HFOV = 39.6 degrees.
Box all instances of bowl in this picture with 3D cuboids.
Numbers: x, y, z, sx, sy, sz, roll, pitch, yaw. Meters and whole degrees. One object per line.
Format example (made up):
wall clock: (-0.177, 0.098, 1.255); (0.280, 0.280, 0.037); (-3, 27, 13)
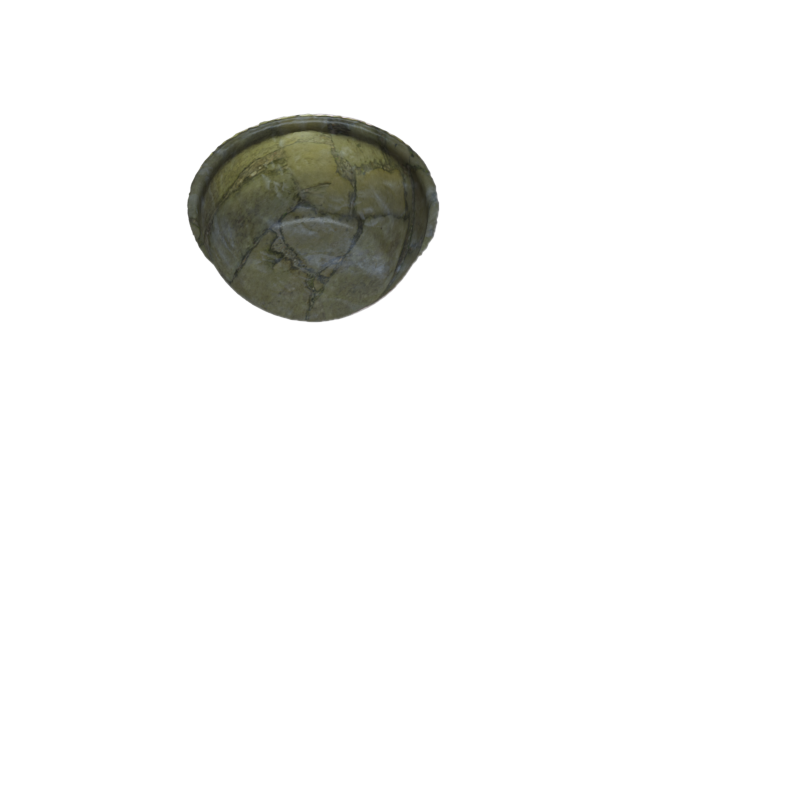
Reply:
bowl: (-0.054, -0.099, 0.693); (0.162, 0.059, 0.151); (1, -42, -1)
